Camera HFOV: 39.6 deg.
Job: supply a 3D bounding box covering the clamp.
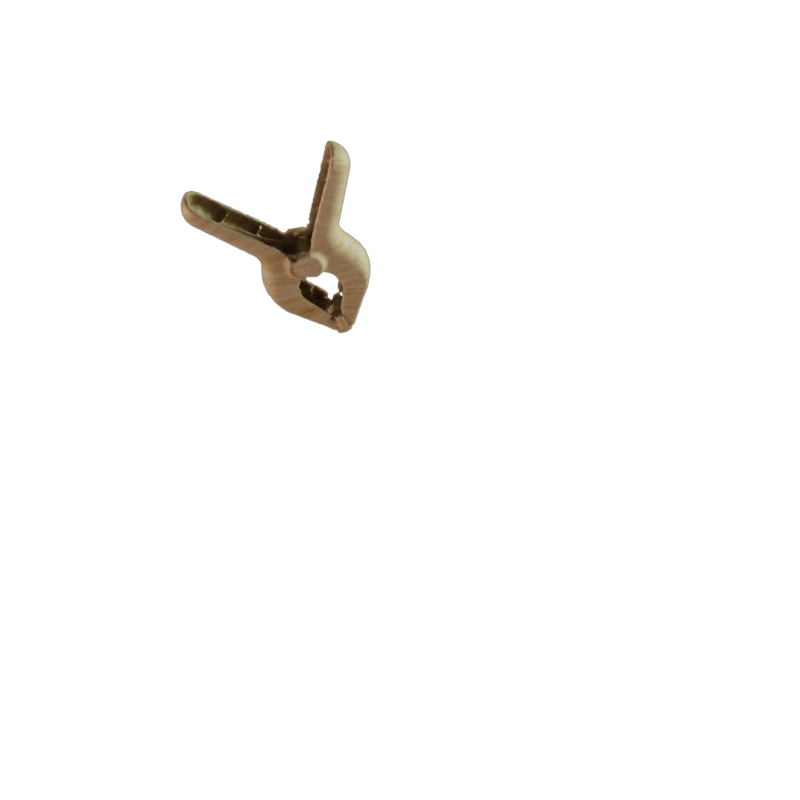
[{"bbox_3d":[-0.061,-0.112,0.785,0.121,0.042,0.158,-18,-39,23],"label":"clamp"}]
